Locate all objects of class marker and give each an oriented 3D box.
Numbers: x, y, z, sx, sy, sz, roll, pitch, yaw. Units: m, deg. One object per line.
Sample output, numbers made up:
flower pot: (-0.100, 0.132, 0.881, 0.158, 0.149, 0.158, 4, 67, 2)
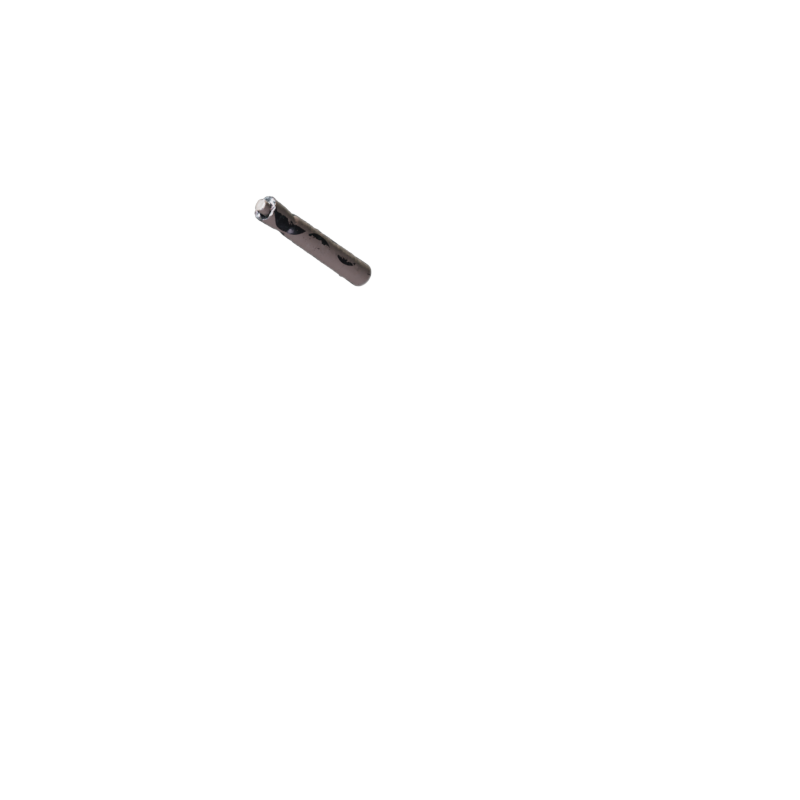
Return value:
marker: (-0.062, -0.113, 0.790, 0.021, 0.020, 0.113, 3, -18, 40)
